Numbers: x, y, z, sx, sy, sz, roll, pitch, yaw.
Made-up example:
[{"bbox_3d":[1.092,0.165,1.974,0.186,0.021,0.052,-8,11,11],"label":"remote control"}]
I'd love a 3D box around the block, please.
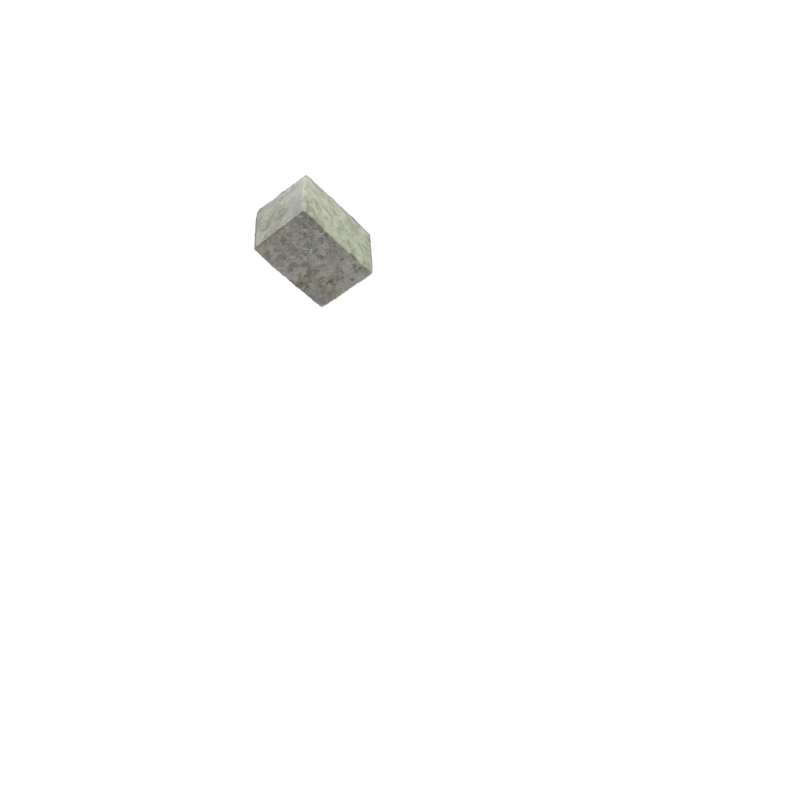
[{"bbox_3d":[-0.065,-0.119,0.834,0.052,0.055,0.073,-34,-57,24],"label":"block"}]
